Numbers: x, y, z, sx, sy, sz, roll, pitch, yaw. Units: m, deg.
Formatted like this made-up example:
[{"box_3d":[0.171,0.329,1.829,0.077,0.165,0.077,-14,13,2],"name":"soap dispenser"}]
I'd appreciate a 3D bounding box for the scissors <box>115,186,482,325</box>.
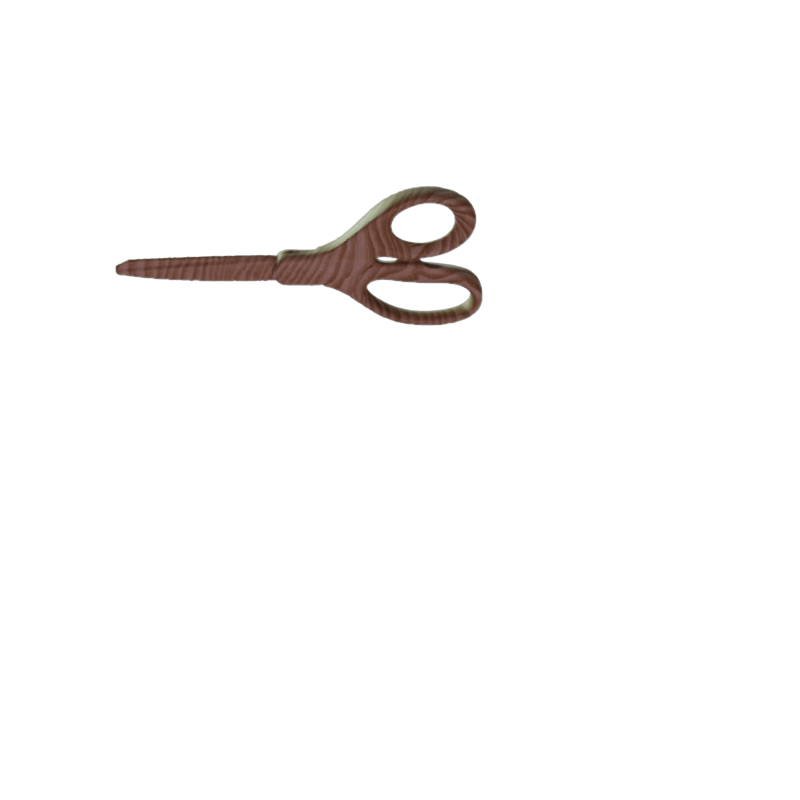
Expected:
[{"box_3d":[-0.047,-0.086,0.599,0.198,0.091,0.017,12,36,-9],"name":"scissors"}]
